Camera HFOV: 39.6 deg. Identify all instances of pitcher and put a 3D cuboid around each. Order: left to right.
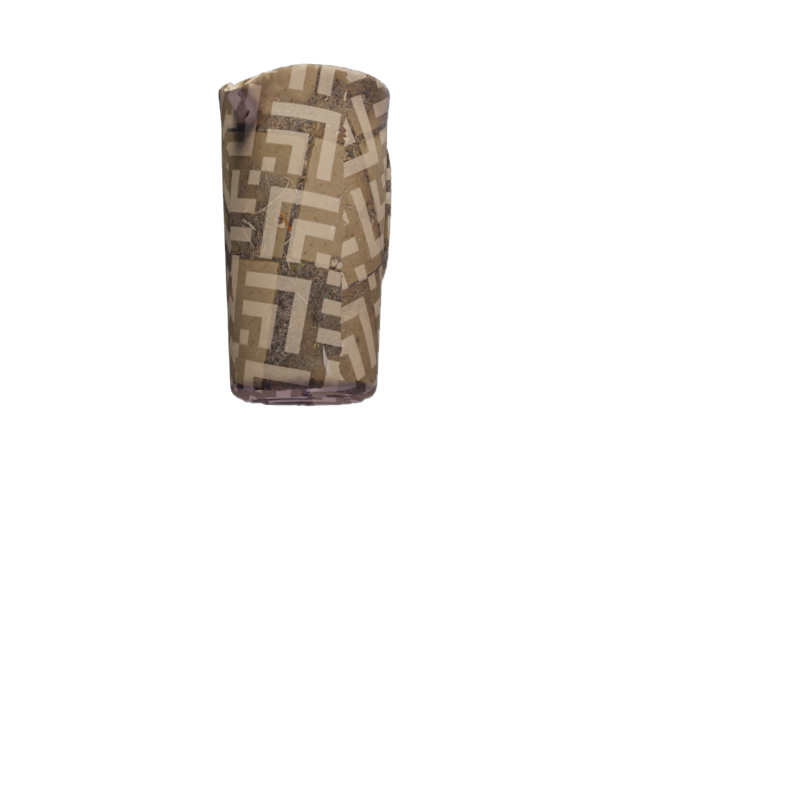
[{"bbox_3d":[-0.066,-0.120,0.843,0.147,0.250,0.143,1,-10,-11],"label":"pitcher"}]
